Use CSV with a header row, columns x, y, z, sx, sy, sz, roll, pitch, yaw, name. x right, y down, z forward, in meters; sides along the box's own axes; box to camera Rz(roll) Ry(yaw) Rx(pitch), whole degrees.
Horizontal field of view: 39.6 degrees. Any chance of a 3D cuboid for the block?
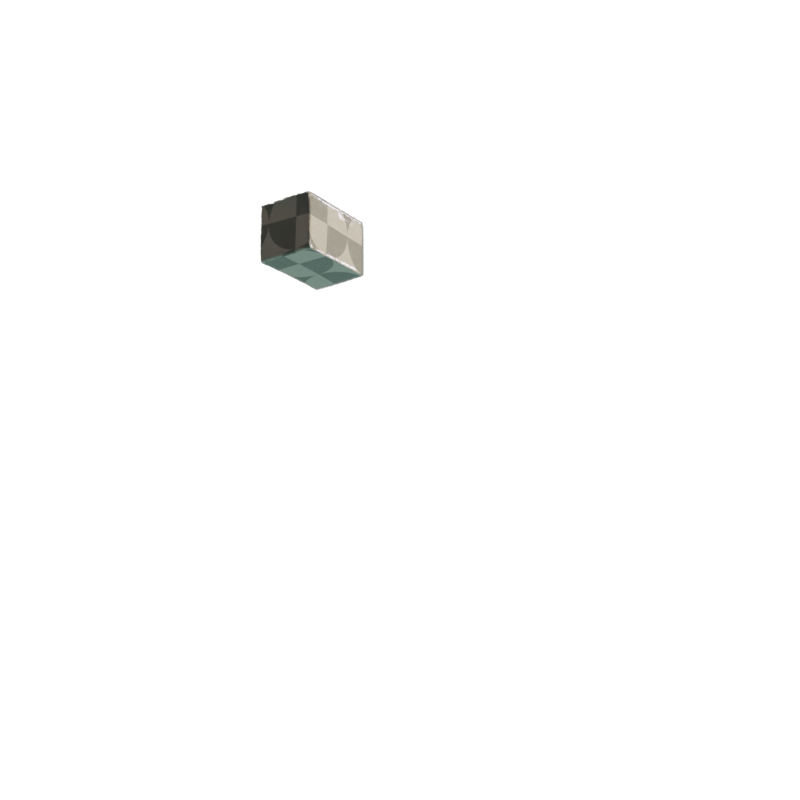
x,y,z,sx,sy,sz,roll,pitch,yaw,name
-0.072,-0.132,0.923,0.054,0.054,0.073,-14,-23,32,block
